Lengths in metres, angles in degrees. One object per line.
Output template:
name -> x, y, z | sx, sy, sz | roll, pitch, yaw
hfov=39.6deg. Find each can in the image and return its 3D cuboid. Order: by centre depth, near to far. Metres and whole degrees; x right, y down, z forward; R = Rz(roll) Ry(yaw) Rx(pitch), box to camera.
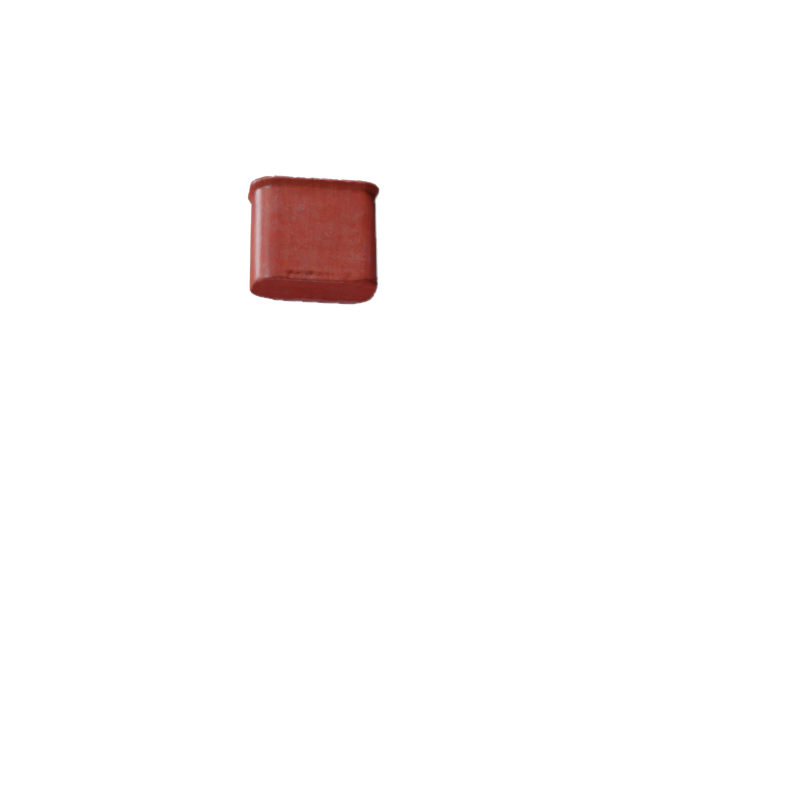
can -> -0.067, -0.123, 0.859 | 0.101, 0.088, 0.056 | 2, -19, -9
